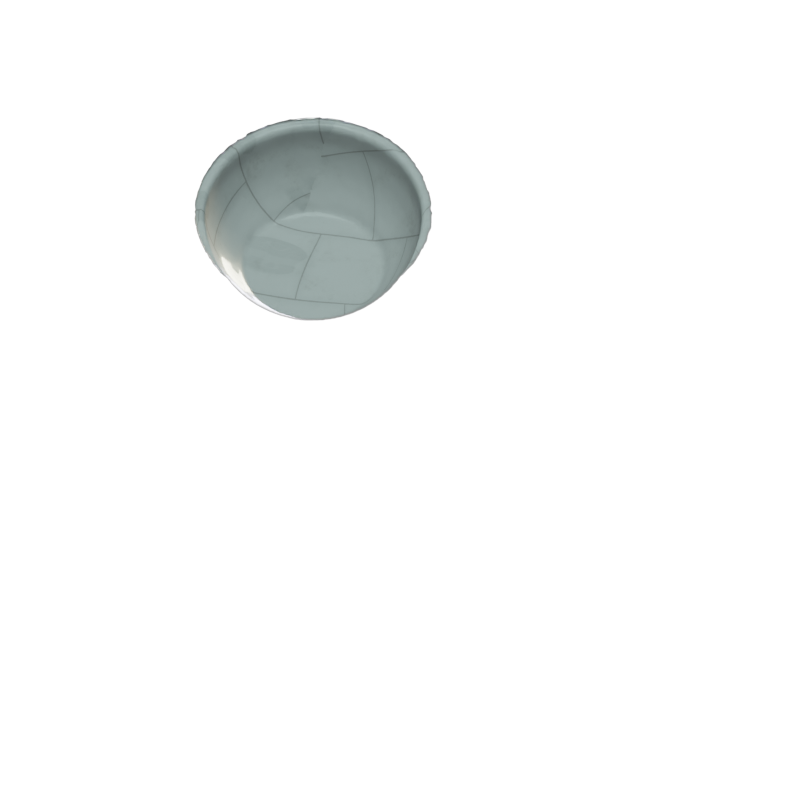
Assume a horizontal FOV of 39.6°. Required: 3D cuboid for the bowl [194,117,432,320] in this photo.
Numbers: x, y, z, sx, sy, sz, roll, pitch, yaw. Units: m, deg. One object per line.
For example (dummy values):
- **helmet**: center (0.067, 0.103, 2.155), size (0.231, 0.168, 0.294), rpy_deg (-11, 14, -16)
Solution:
- **bowl**: center (-0.058, -0.105, 0.736), size (0.162, 0.151, 0.059), rpy_deg (1, 42, -1)
